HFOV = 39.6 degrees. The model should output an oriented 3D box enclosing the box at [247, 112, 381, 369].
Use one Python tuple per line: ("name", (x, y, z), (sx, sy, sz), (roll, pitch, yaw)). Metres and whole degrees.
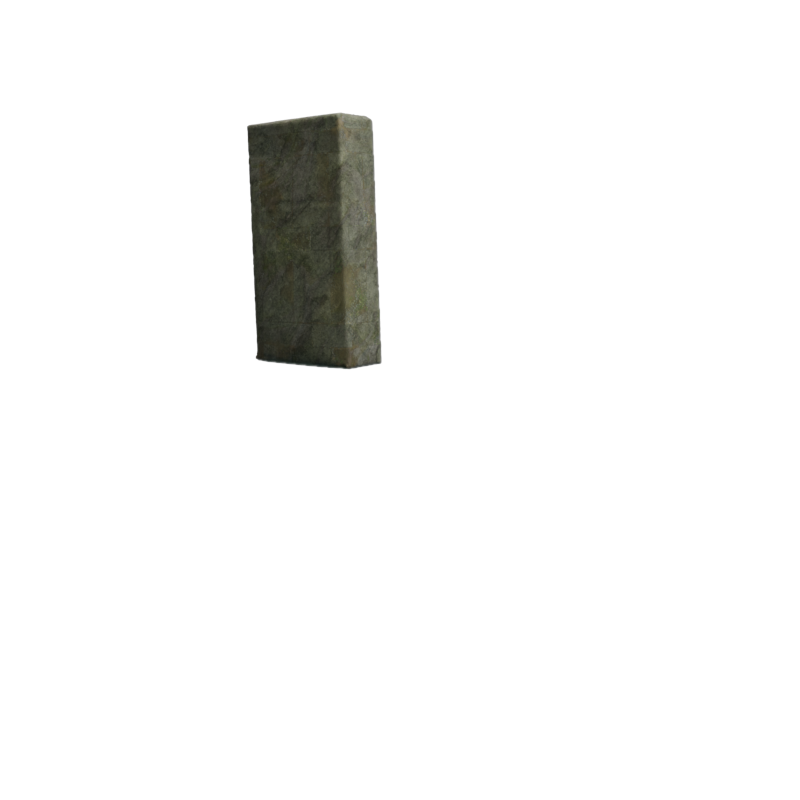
("box", (-0.062, -0.114, 0.798), (0.097, 0.177, 0.046), (0, 0, 40))
